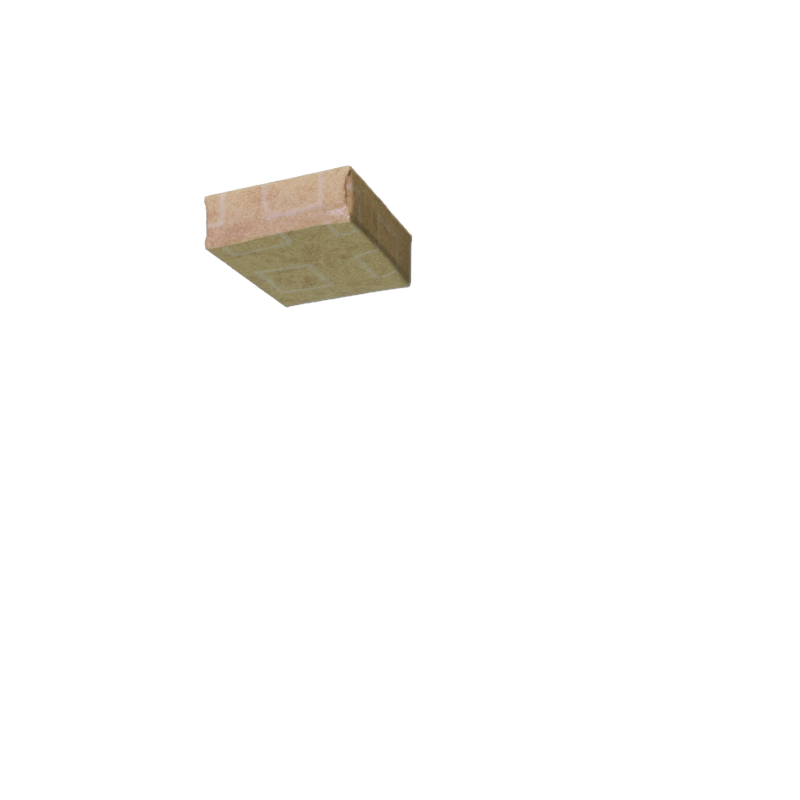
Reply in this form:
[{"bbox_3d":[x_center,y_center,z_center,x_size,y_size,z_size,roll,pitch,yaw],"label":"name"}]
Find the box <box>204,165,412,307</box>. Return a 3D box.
[{"bbox_3d":[-0.051,-0.093,0.654,0.091,0.041,0.106,-7,-19,19],"label":"box"}]
